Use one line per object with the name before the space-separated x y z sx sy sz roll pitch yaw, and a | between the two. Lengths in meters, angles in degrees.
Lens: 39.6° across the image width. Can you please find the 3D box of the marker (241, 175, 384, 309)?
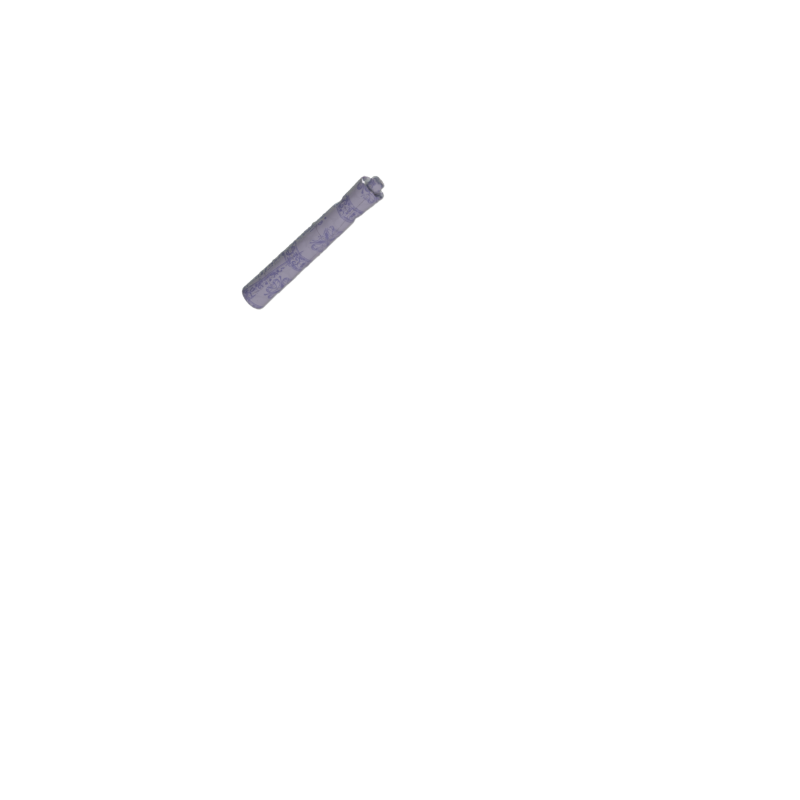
marker | -0.055 -0.100 0.702 0.119 0.021 0.019 -39 -16 25
